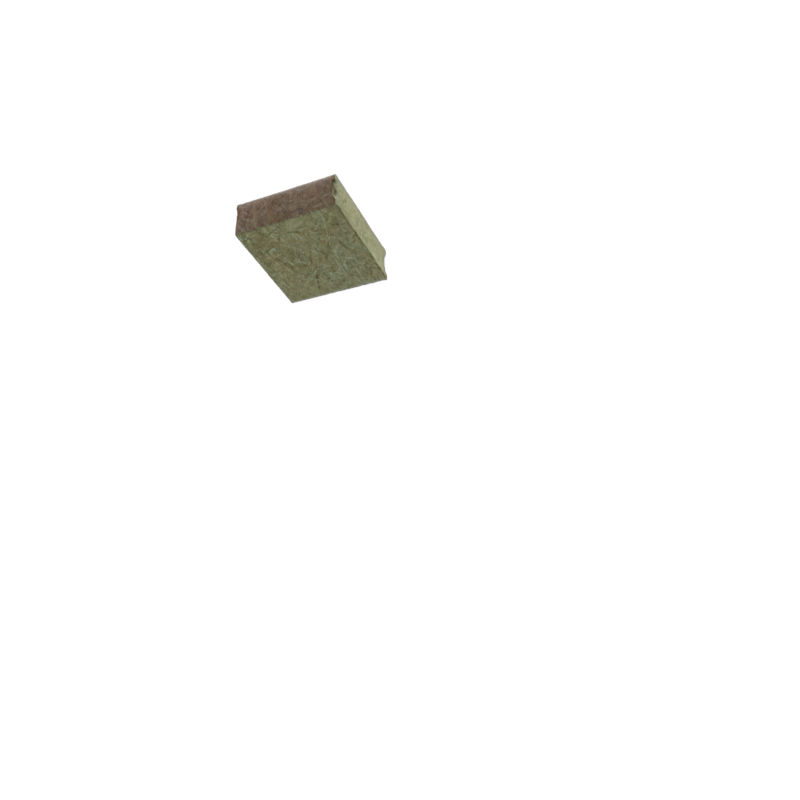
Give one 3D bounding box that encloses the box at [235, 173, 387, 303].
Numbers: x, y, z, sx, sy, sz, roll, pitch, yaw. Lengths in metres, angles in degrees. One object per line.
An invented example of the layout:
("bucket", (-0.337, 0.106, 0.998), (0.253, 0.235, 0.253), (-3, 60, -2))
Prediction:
("box", (-0.058, -0.106, 0.744), (0.074, 0.032, 0.082), (-14, -36, 19))
